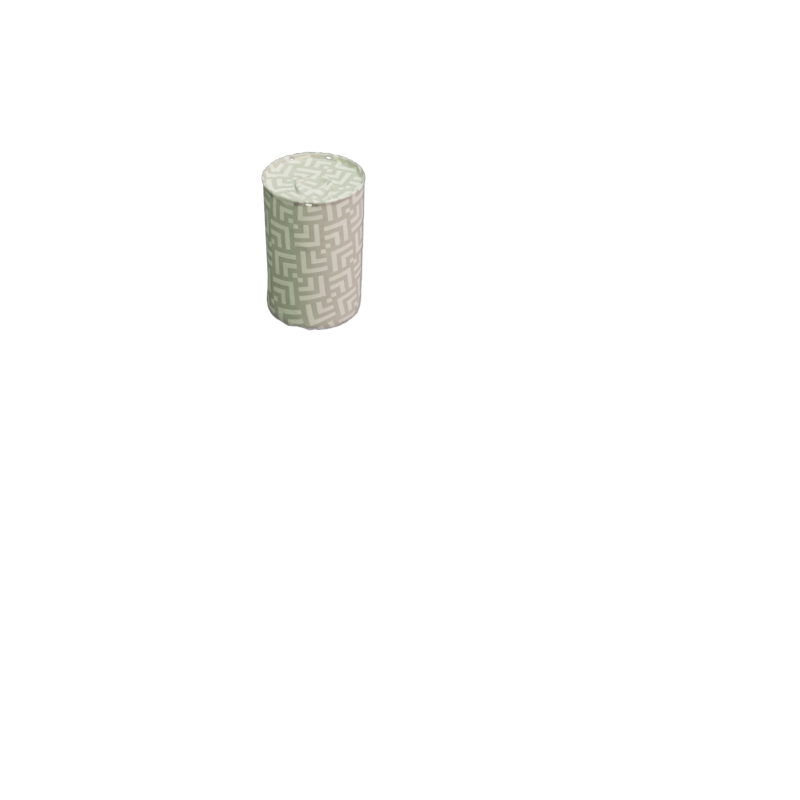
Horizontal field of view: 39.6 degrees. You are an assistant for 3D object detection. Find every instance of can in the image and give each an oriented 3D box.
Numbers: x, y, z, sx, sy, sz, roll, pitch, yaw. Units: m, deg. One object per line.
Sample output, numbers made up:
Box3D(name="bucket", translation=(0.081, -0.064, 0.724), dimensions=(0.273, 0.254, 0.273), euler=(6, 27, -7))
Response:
Box3D(name="can", translation=(-0.059, -0.107, 0.748), dimensions=(0.068, 0.096, 0.073), euler=(0, 35, -3))
